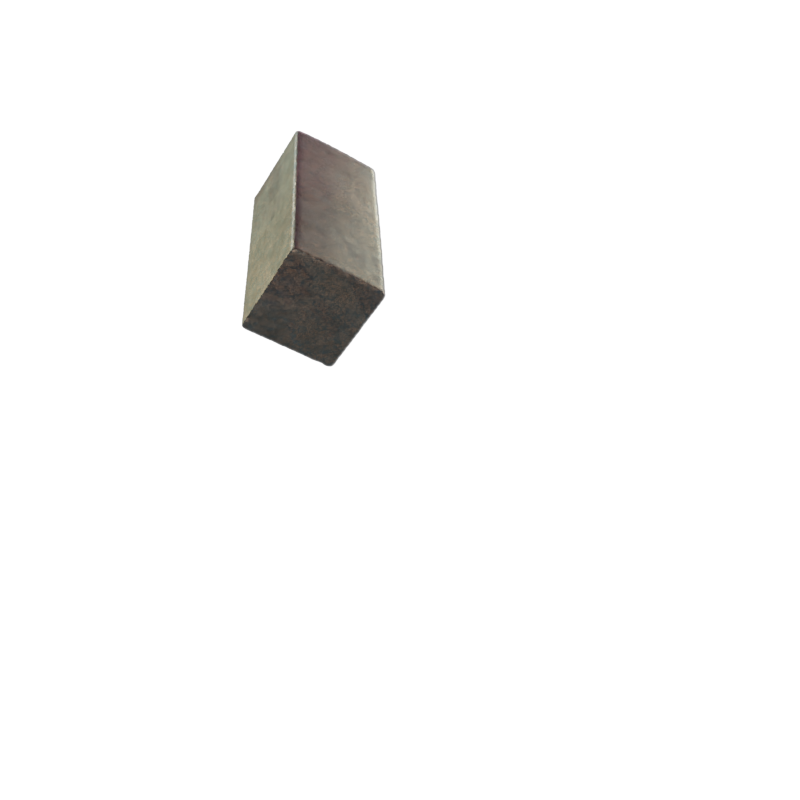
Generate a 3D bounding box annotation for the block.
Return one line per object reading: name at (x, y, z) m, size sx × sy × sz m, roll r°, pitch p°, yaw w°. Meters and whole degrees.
block at (-0.076, -0.141, 0.986) m, size 0.087 × 0.088 × 0.221 m, roll 25°, pitch 32°, yaw -21°
